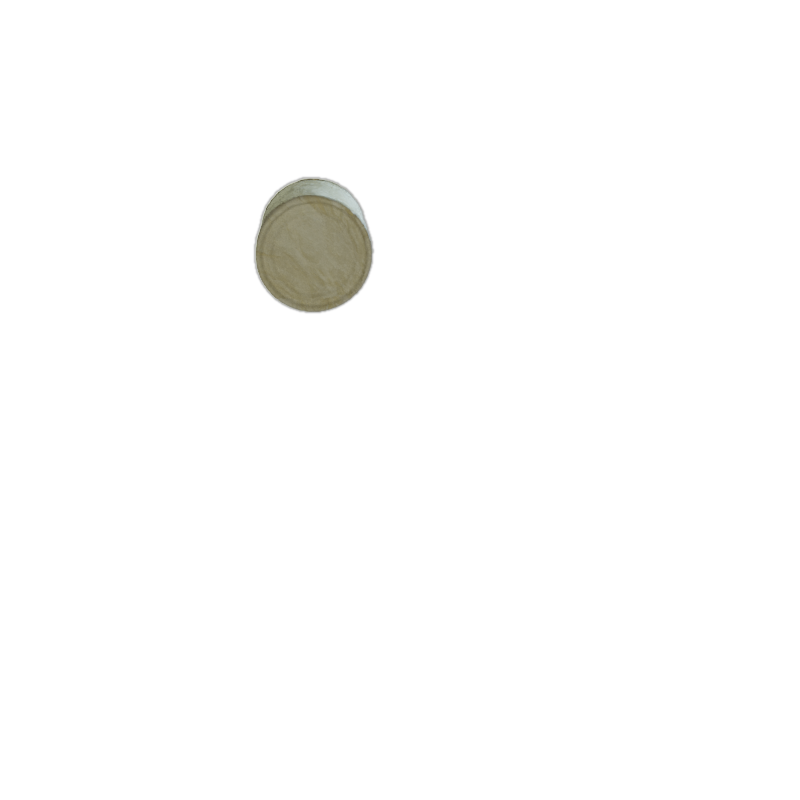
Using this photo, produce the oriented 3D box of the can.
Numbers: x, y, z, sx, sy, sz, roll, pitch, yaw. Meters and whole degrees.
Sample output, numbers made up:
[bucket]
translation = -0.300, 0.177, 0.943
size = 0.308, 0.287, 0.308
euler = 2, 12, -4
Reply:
[can]
translation = -0.052, -0.095, 0.663
size = 0.068, 0.067, 0.105
euler = 0, 14, -3
